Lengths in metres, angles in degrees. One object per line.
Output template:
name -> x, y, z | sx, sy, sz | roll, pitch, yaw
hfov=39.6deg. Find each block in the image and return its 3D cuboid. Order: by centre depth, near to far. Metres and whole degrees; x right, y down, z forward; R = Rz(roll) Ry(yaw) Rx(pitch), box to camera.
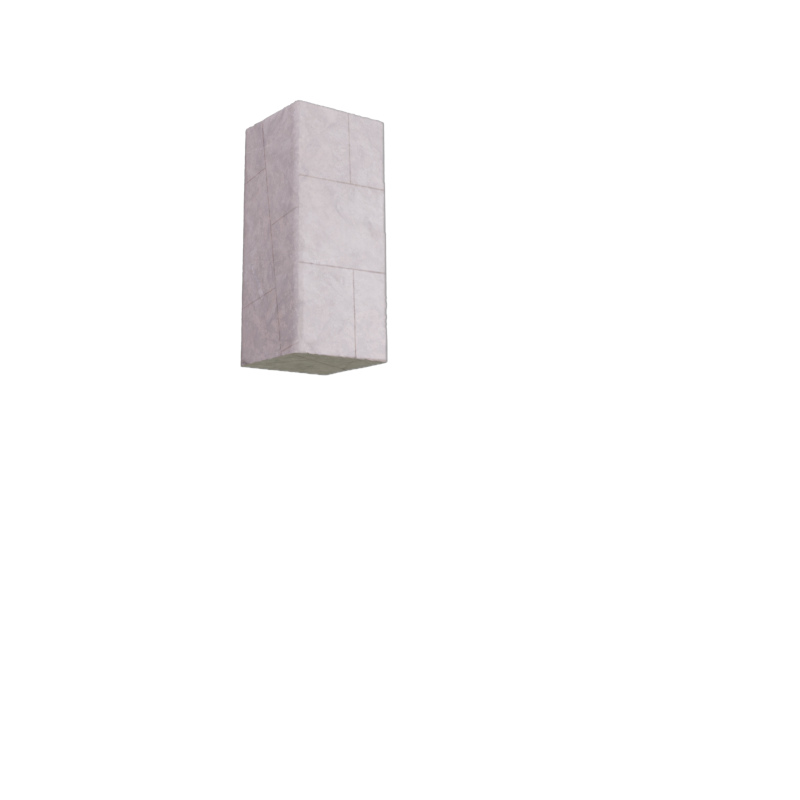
block -> -0.072, -0.132, 0.923 | 0.086, 0.213, 0.091 | 9, -17, -36
